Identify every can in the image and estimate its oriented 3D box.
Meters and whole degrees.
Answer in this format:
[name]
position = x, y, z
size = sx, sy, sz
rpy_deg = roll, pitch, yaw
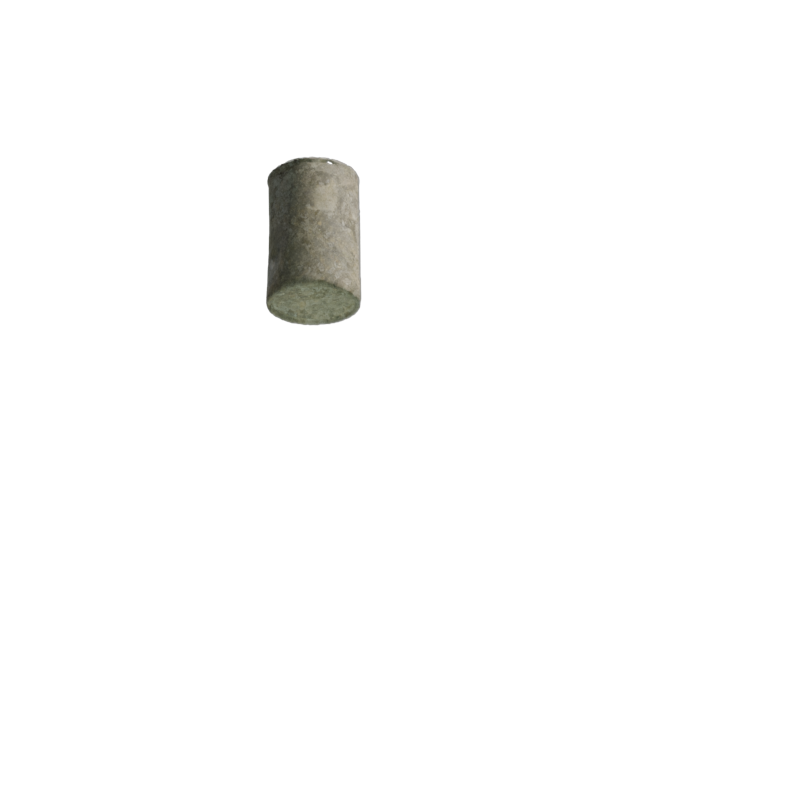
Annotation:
[can]
position = -0.062, -0.113, 0.790
size = 0.068, 0.108, 0.065
rpy_deg = 0, -26, -2
